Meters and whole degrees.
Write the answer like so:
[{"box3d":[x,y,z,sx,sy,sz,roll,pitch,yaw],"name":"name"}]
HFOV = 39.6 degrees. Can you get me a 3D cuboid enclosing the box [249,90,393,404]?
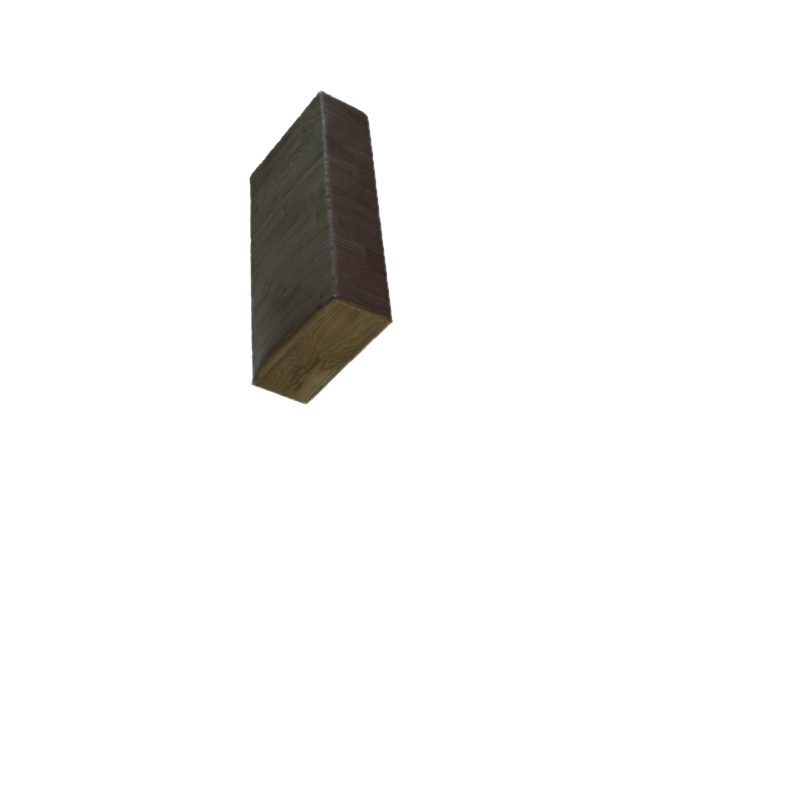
[{"box3d":[-0.053,-0.097,0.677,0.046,0.189,0.091,24,-47,-28],"name":"box"}]
